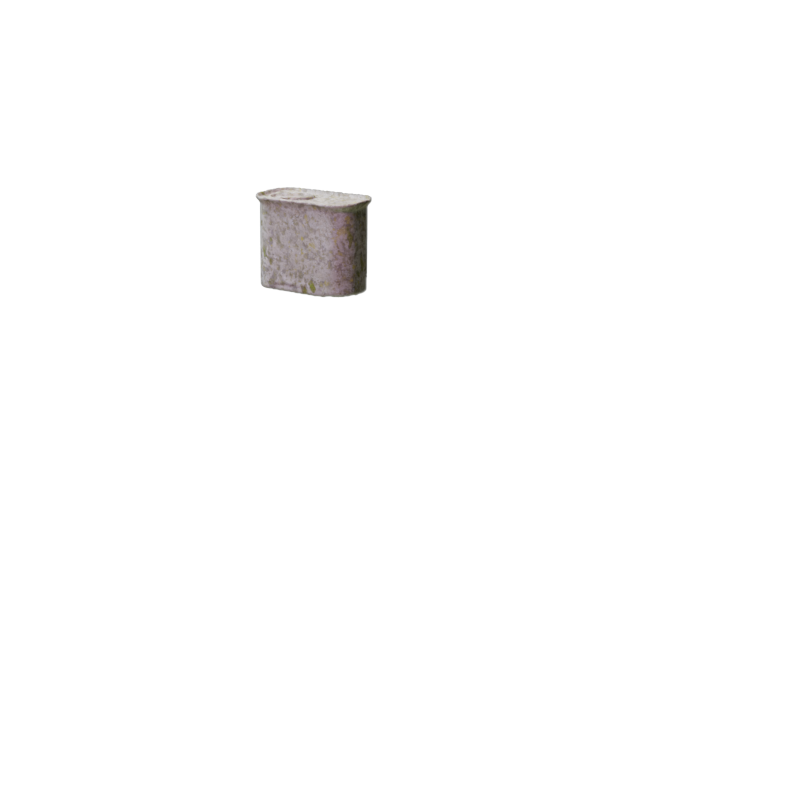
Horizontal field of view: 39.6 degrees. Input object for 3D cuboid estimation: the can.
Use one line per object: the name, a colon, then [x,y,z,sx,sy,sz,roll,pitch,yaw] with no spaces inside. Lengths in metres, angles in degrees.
can: [-0.077,-0.140,0.981,0.106,0.081,0.057,11,18,30]
